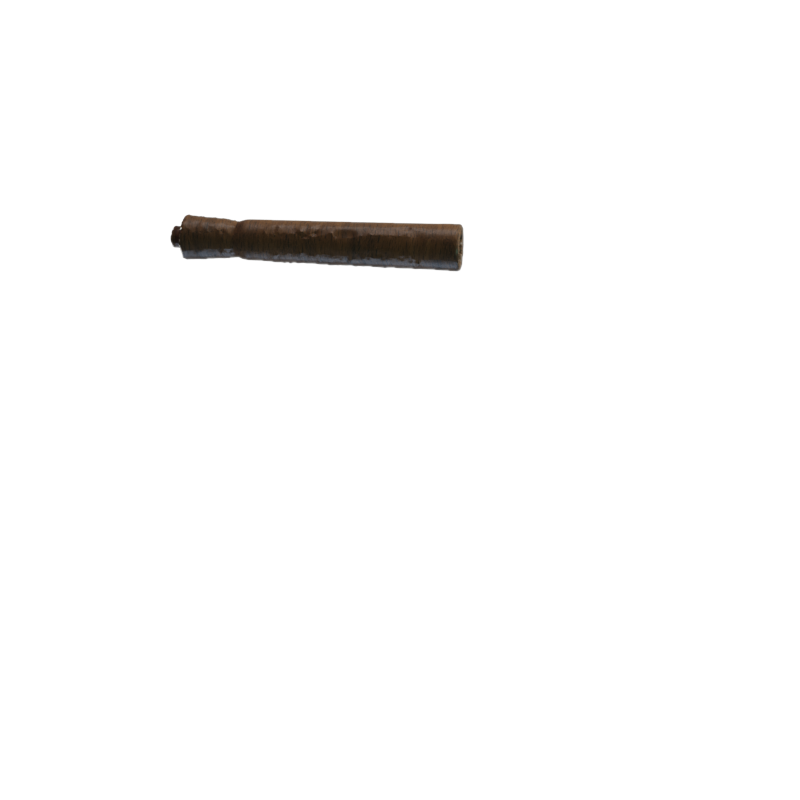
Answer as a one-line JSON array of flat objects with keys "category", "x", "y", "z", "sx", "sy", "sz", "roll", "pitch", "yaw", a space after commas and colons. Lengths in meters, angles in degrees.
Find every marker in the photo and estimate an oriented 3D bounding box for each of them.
[{"category": "marker", "x": -0.036, "y": -0.065, "z": 0.453, "sx": 0.123, "sy": 0.020, "sz": 0.019, "roll": 4, "pitch": 5, "yaw": 13}]
